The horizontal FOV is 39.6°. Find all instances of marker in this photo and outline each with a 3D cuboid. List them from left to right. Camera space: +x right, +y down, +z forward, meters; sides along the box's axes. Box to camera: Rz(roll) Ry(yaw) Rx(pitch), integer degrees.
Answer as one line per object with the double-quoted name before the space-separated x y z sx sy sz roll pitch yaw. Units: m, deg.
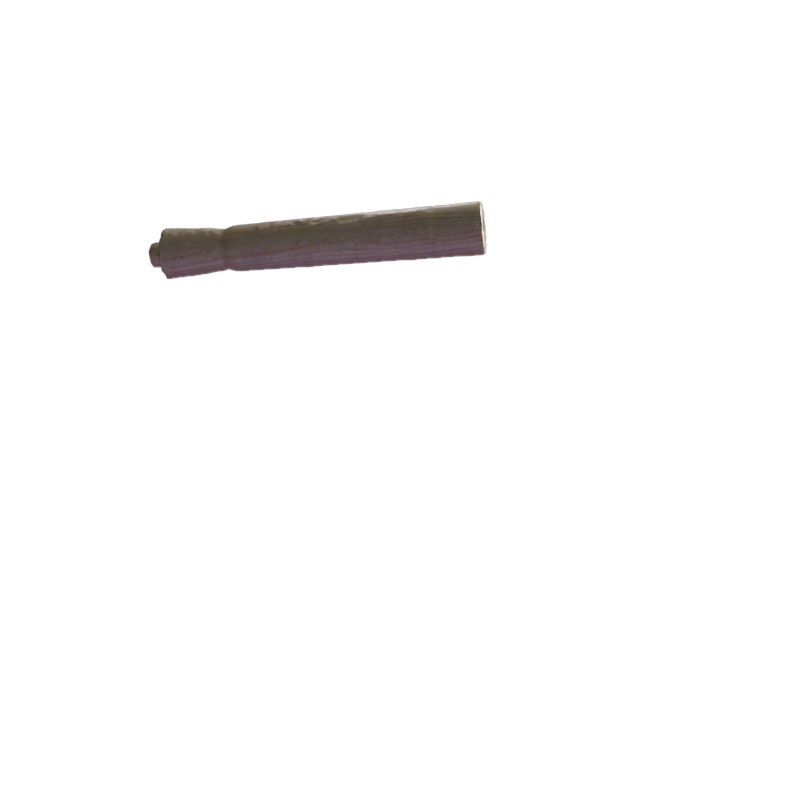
"marker" -0.031 -0.056 0.395 0.122 0.020 0.020 -3 3 12
